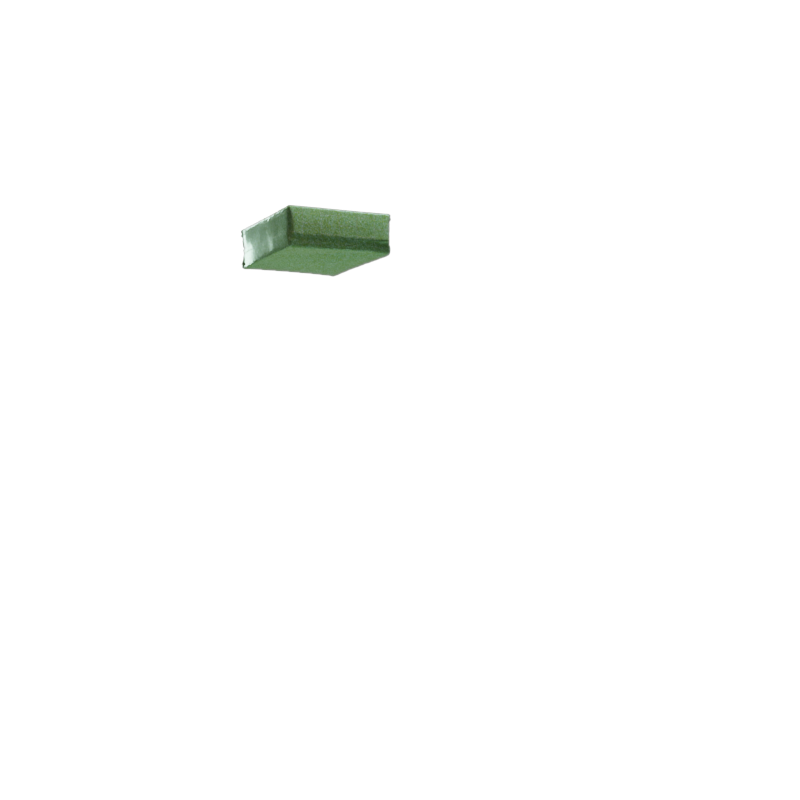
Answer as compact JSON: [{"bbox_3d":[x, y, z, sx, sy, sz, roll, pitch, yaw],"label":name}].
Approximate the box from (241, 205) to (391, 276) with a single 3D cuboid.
[{"bbox_3d":[-0.072,-0.131,0.918,0.087,0.040,0.115,3,-7,-26],"label":"box"}]
